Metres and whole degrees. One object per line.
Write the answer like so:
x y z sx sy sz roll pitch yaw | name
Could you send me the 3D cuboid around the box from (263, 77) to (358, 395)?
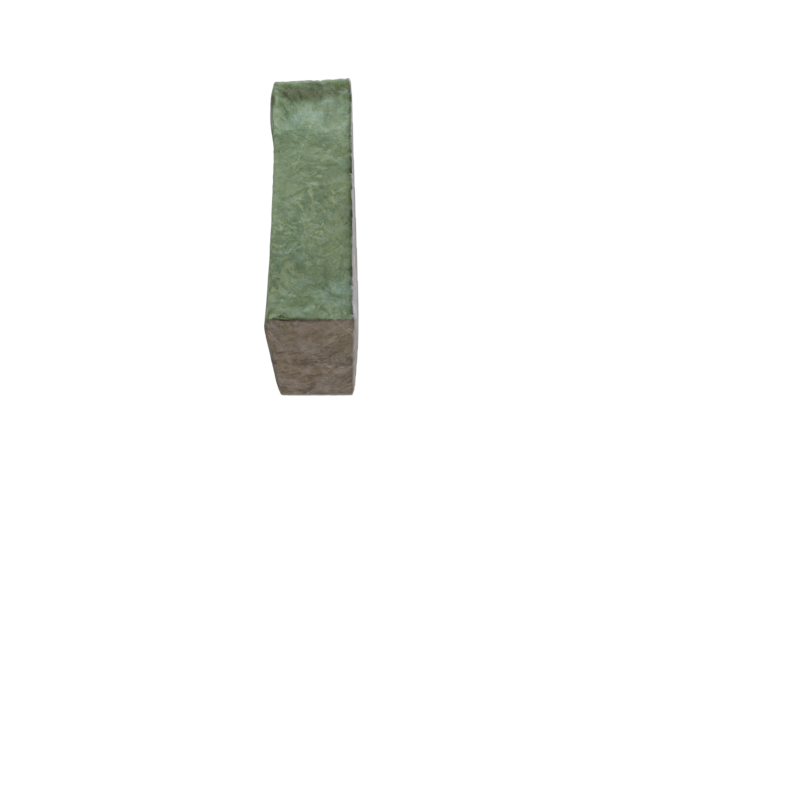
-0.071 -0.130 0.910 0.072 0.226 0.155 -1 -23 -2 | box
